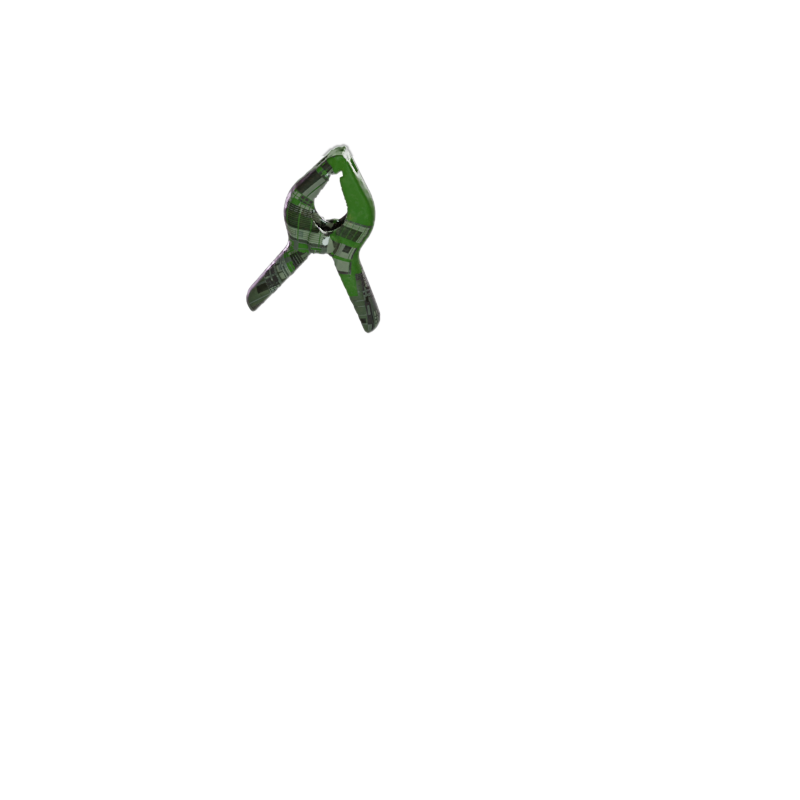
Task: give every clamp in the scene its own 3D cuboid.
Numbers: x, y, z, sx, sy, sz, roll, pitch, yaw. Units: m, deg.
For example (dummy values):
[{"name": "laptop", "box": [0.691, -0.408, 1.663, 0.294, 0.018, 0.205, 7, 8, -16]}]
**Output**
[{"name": "clamp", "box": [-0.076, -0.138, 0.967, 0.120, 0.163, 0.041, 1, 23, -1]}]
